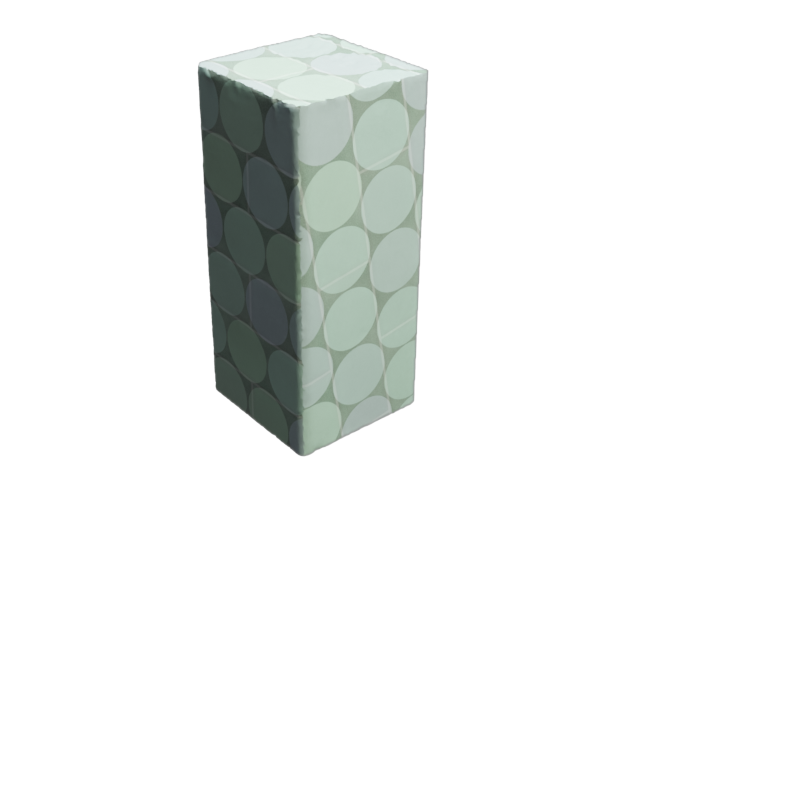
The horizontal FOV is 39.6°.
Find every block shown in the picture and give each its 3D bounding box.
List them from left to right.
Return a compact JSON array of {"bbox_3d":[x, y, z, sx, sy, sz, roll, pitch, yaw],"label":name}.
[{"bbox_3d":[-0.049,-0.089,0.621,0.089,0.194,0.097,-22,38,-35],"label":"block"}]
